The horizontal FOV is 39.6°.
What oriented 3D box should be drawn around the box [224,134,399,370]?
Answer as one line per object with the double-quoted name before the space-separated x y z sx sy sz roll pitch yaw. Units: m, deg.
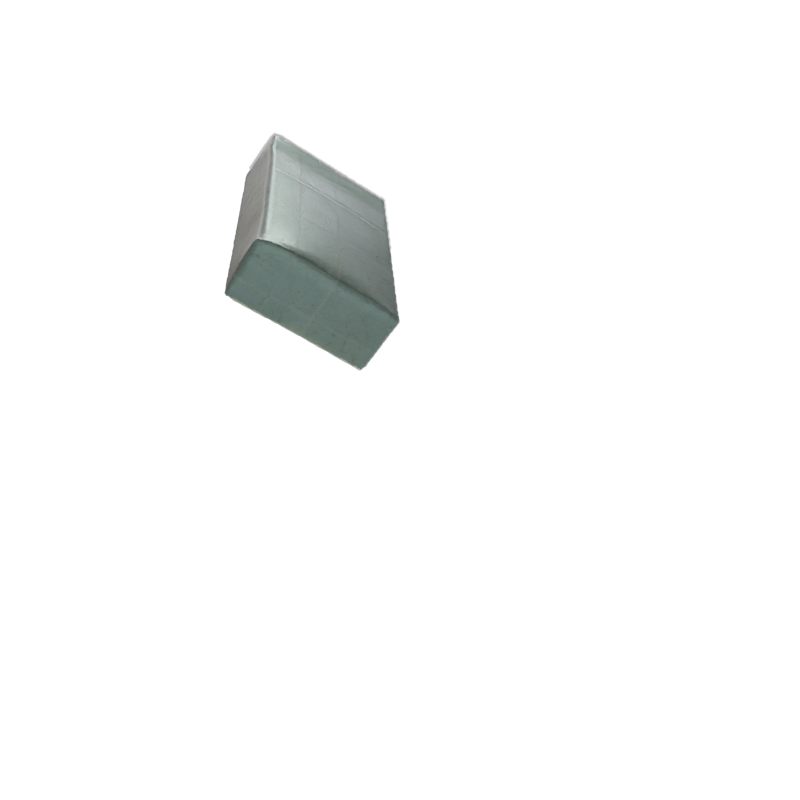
"box" -0.053 -0.097 0.680 0.090 0.047 0.186 29 22 -17
